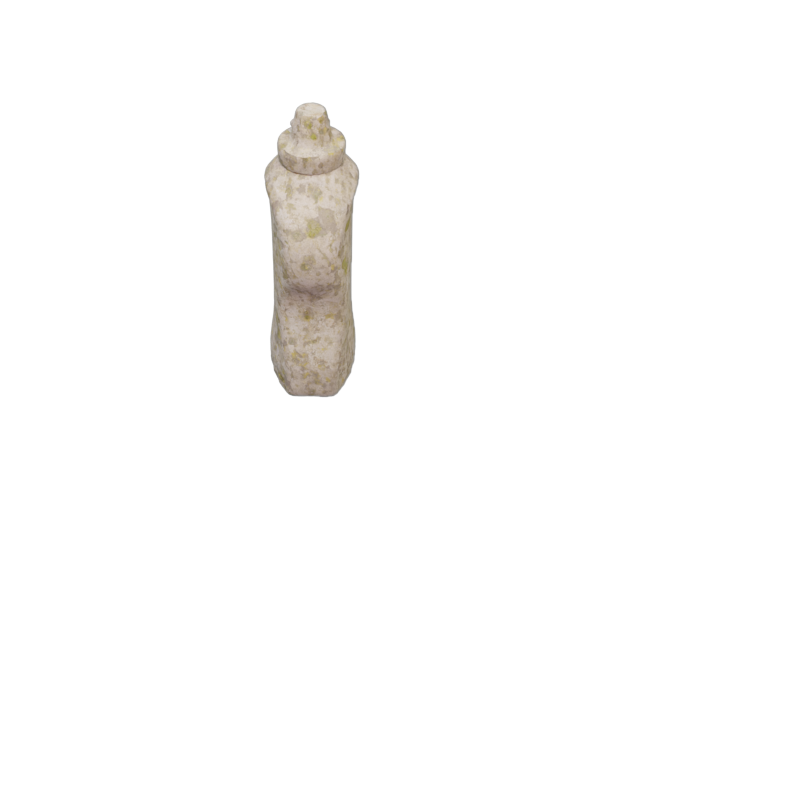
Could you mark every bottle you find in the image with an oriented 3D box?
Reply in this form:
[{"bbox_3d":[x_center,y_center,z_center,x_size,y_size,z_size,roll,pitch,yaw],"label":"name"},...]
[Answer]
[{"bbox_3d":[-0.055,-0.100,0.701,0.058,0.179,0.103,2,40,-1],"label":"bottle"}]
